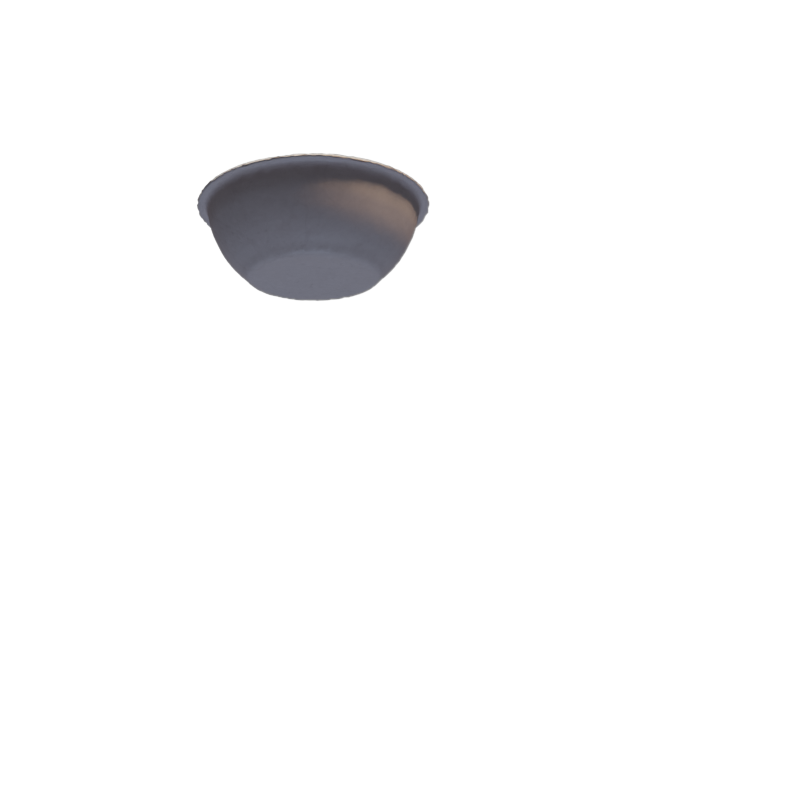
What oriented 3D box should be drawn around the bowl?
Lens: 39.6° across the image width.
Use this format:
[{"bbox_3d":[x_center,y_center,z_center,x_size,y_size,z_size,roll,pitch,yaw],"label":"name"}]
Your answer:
[{"bbox_3d":[-0.060,-0.109,0.764,0.162,0.058,0.155,0,-16,-2],"label":"bowl"}]
